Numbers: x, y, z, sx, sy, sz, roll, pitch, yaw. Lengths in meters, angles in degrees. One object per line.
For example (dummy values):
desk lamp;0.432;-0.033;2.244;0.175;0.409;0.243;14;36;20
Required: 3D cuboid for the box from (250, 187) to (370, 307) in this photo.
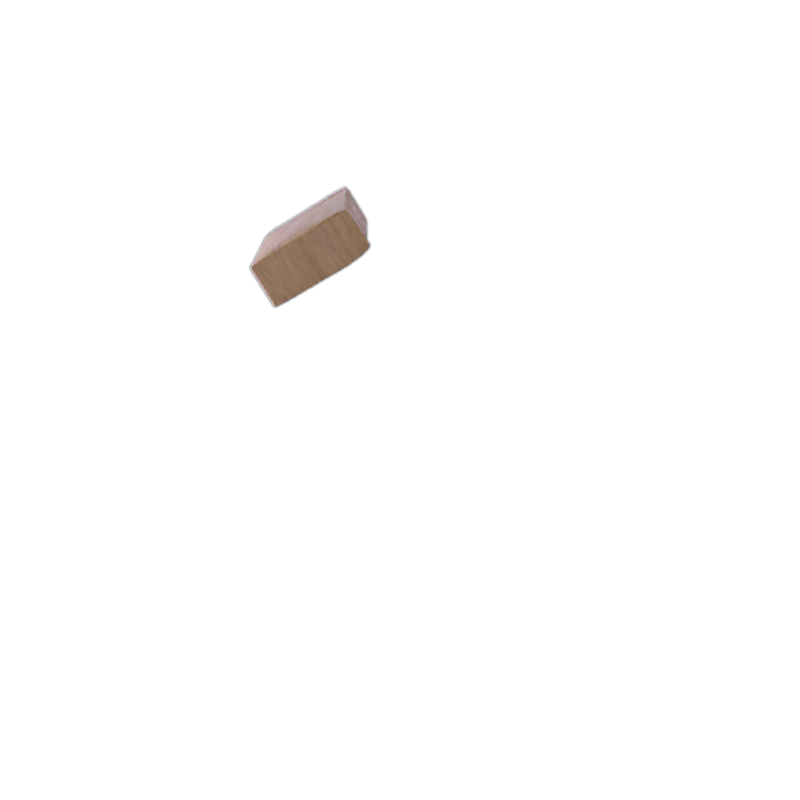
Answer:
box;-0.076;-0.138;0.966;0.093;0.046;0.183;-31;17;5
